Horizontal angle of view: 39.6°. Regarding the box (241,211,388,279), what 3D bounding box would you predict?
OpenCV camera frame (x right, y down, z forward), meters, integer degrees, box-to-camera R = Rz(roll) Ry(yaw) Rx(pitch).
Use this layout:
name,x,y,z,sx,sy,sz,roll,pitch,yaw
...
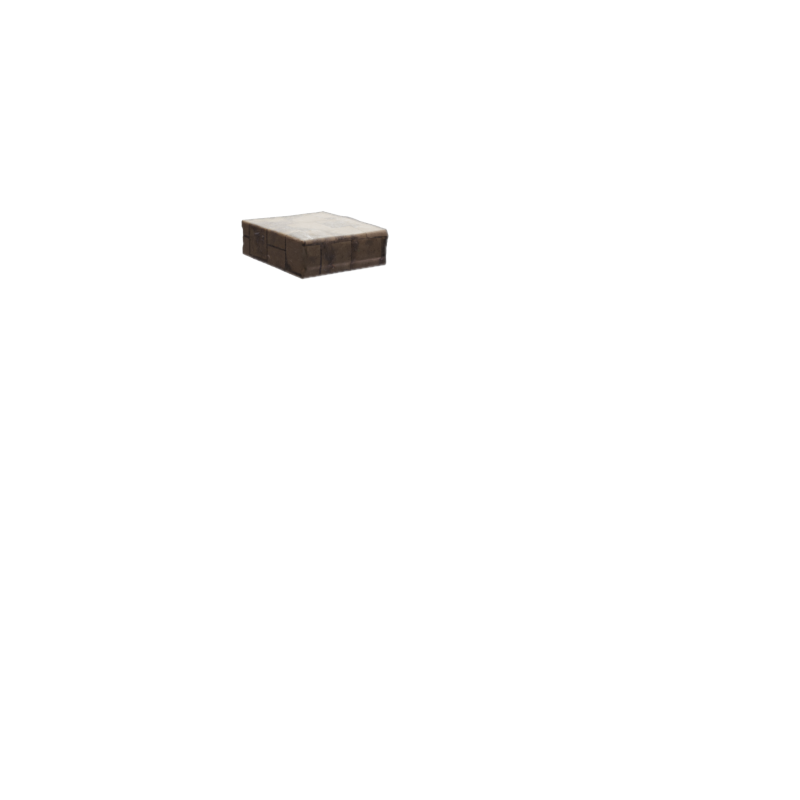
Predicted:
name,x,y,z,sx,sy,sz,roll,pitch,yaw
box,-0.063,-0.115,0.808,0.071,0.029,0.095,-12,22,-32
